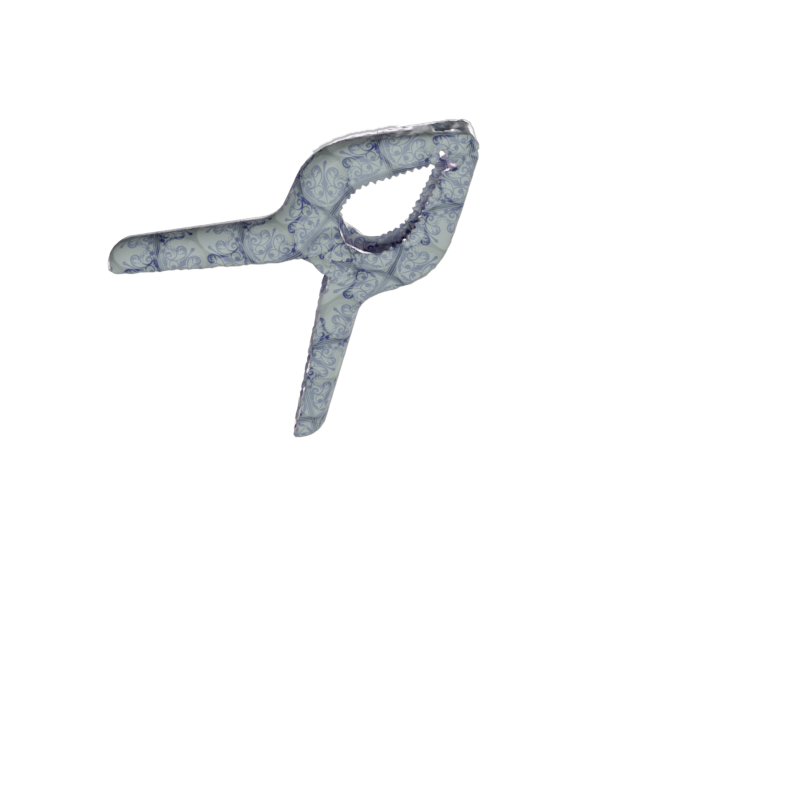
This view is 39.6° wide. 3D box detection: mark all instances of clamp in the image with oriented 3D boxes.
[{"bbox_3d":[-0.048,-0.088,0.615,0.158,0.207,0.039,38,22,-19],"label":"clamp"}]
